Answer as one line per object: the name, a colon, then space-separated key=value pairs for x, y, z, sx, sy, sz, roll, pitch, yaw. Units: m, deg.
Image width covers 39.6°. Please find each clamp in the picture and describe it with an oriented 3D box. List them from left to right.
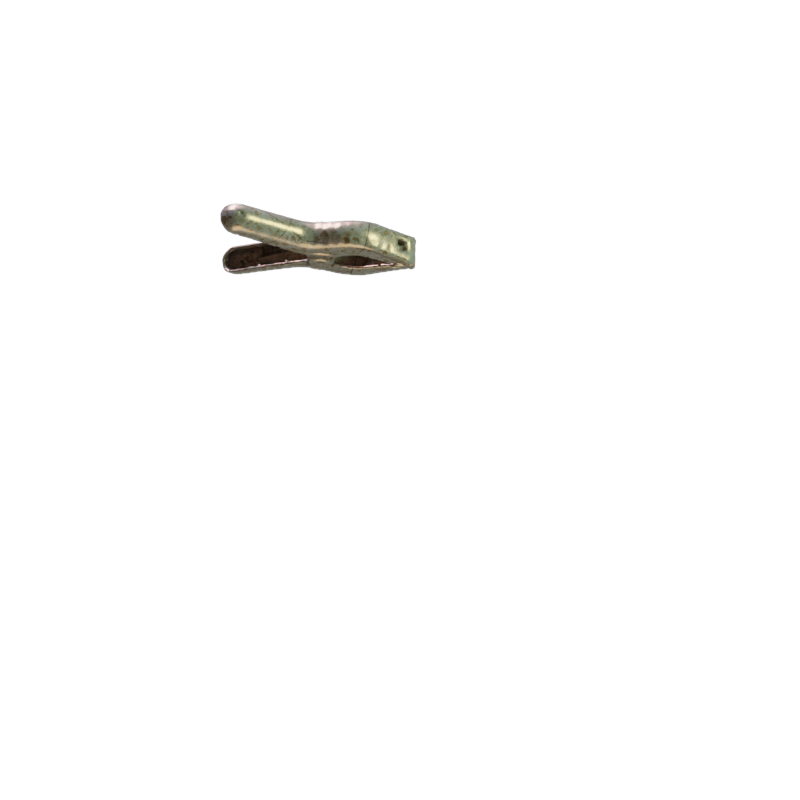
clamp: x=-0.073 y=-0.133 z=0.930 sx=0.172 sy=0.040 sz=0.116 roll=-1 pitch=-8 yaw=4
